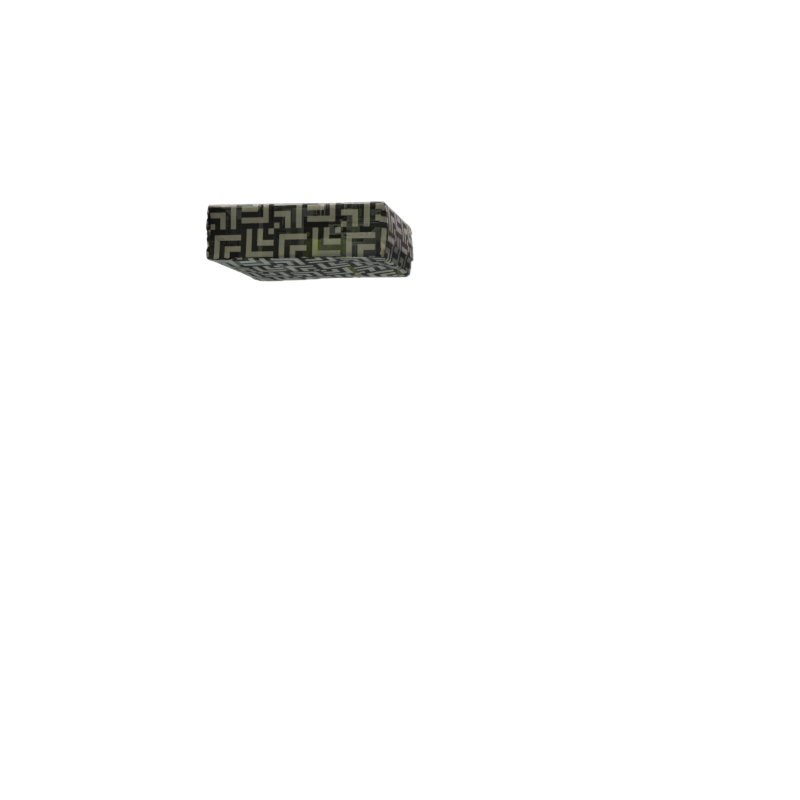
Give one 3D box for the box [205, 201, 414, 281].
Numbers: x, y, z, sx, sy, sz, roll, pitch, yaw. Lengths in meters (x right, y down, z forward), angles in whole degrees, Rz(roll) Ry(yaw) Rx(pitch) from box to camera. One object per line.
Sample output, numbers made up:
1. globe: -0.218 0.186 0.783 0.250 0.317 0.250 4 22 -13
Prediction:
1. box: -0.055 -0.099 0.697 0.115 0.040 0.087 -1 -4 13
